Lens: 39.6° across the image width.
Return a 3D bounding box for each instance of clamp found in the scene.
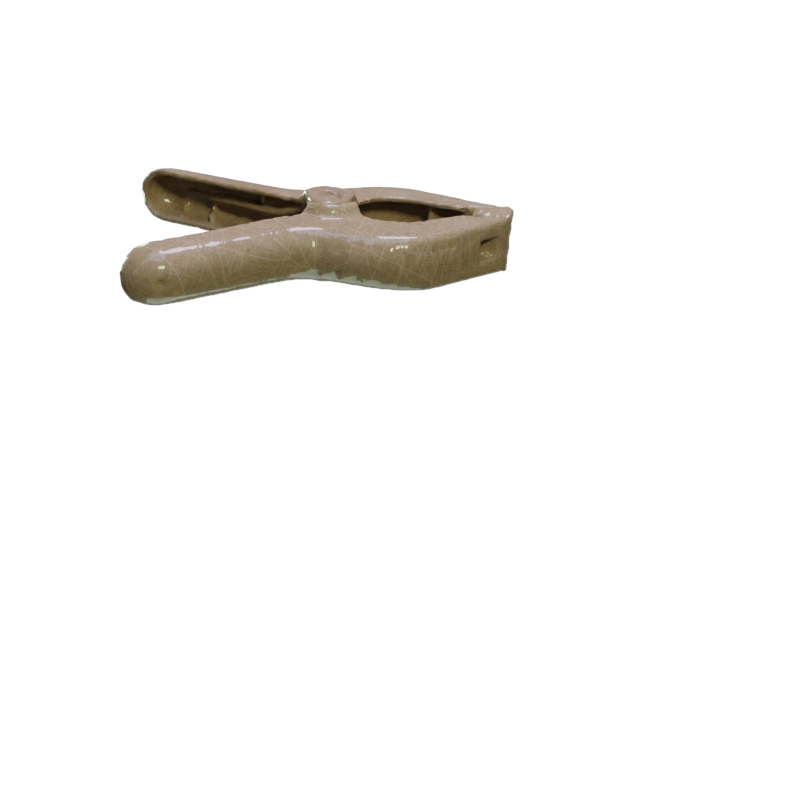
[{"bbox_3d":[-0.037,-0.067,0.472,0.172,0.037,0.127,2,32,3],"label":"clamp"}]
